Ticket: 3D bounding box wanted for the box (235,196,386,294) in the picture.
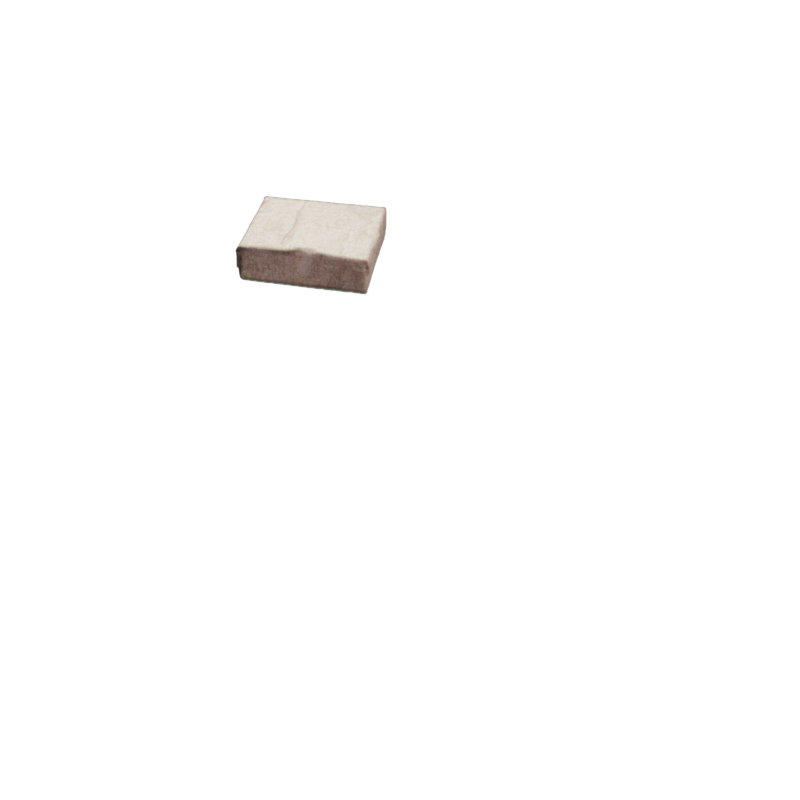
[{"bbox_3d":[-0.059,-0.107,0.749,0.091,0.028,0.077,7,36,9],"label":"box"}]
